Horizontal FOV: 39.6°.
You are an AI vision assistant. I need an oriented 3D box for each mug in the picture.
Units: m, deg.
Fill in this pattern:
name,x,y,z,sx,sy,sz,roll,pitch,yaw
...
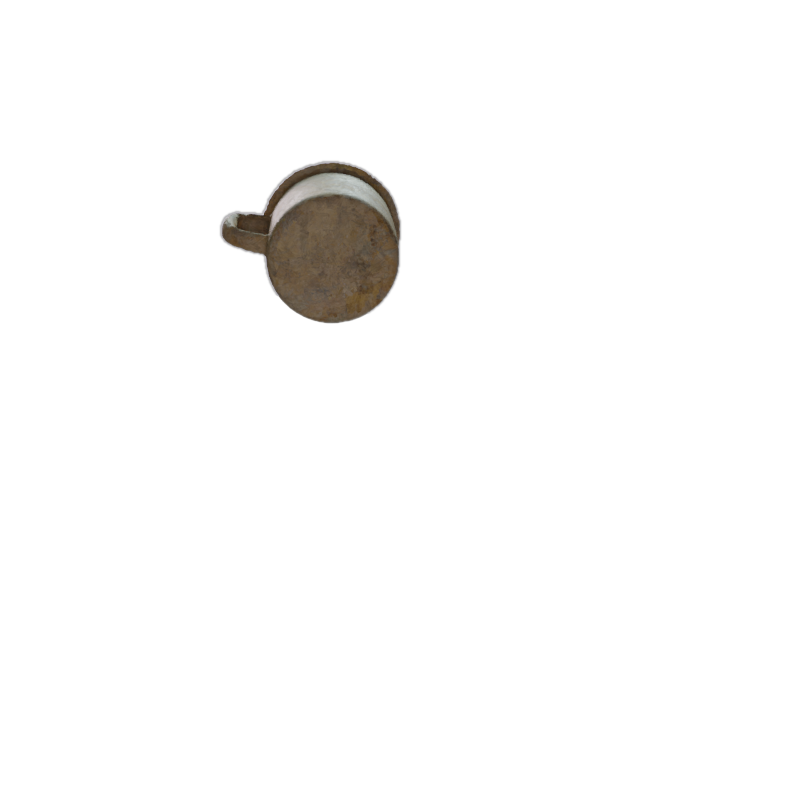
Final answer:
name,x,y,z,sx,sy,sz,roll,pitch,yaw
mug,-0.055,-0.100,0.701,0.116,0.090,0.085,11,17,-5
